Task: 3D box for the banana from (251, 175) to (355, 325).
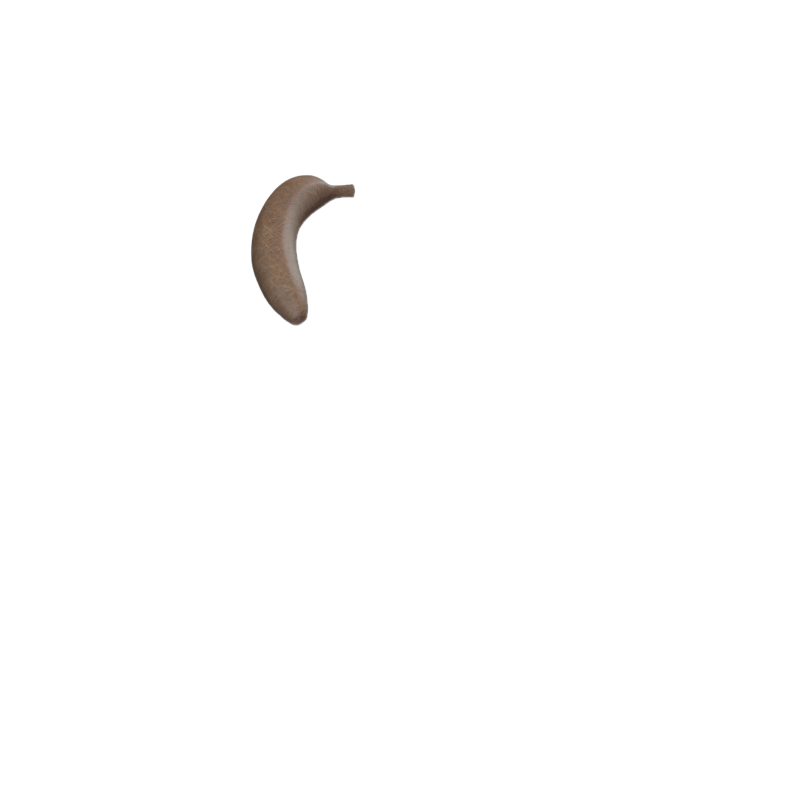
[{"bbox_3d":[-0.089,-0.137,0.924,0.071,0.034,0.209,7,42,7],"label":"banana"}]
